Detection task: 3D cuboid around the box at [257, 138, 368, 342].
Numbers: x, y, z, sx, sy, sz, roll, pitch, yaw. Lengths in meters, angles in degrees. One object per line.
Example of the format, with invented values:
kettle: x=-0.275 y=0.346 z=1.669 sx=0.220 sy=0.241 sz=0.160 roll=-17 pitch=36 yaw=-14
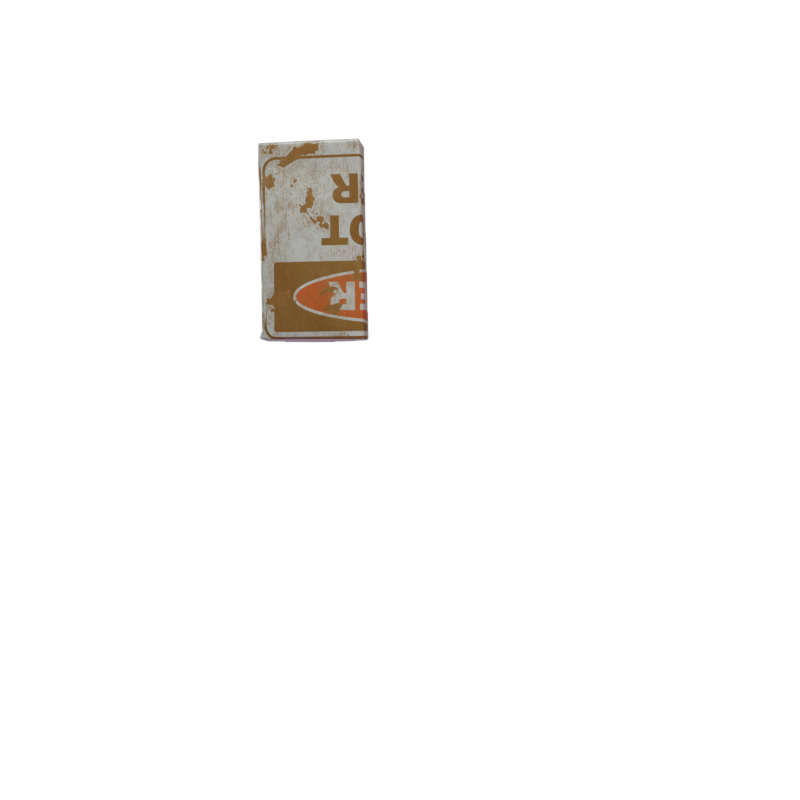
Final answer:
box: x=-0.077 y=-0.140 z=0.981 sx=0.094 sy=0.179 sz=0.047 roll=-1 pitch=-6 yaw=8
